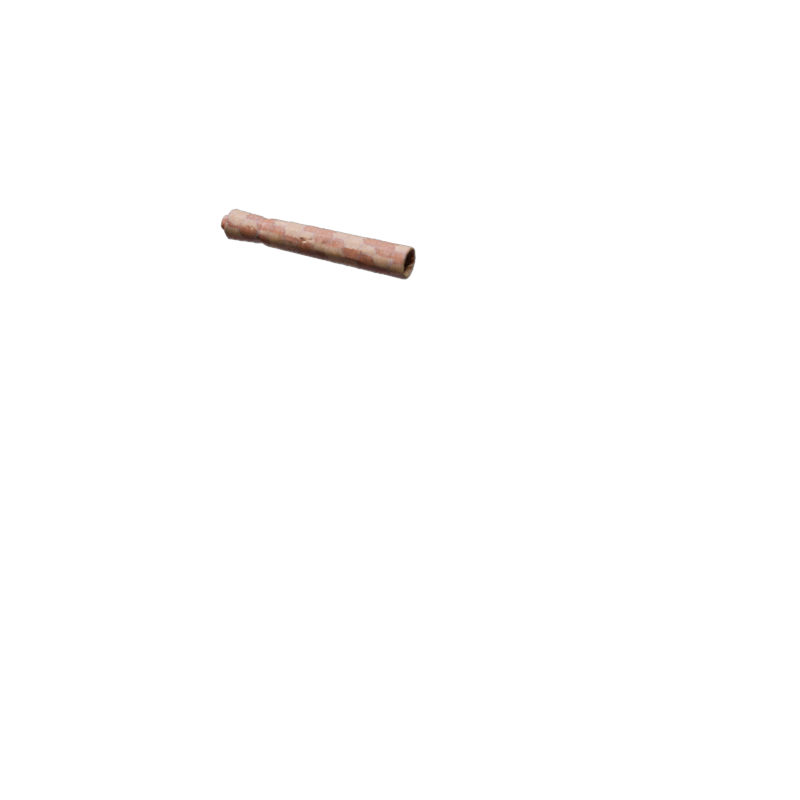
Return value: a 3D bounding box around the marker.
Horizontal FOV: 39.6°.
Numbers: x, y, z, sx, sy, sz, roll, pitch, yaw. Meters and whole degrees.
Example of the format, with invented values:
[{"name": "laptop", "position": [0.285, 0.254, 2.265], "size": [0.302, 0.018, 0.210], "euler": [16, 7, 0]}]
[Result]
[{"name": "marker", "position": [-0.050, -0.091, 0.637], "size": [0.126, 0.019, 0.019], "euler": [16, 10, 25]}]
